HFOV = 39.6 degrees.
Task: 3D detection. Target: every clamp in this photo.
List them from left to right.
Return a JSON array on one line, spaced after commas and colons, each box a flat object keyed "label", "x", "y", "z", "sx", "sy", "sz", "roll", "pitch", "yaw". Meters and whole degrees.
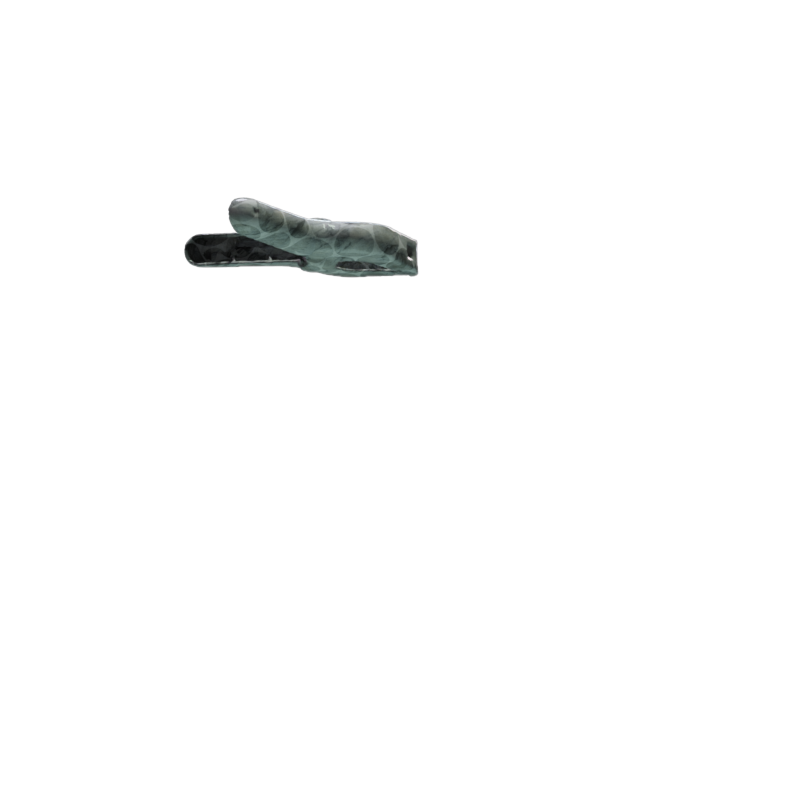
[{"label": "clamp", "x": -0.062, "y": -0.113, "z": 0.788, "sx": 0.168, "sy": 0.040, "sz": 0.121, "roll": 0, "pitch": -2, "yaw": -15}]
